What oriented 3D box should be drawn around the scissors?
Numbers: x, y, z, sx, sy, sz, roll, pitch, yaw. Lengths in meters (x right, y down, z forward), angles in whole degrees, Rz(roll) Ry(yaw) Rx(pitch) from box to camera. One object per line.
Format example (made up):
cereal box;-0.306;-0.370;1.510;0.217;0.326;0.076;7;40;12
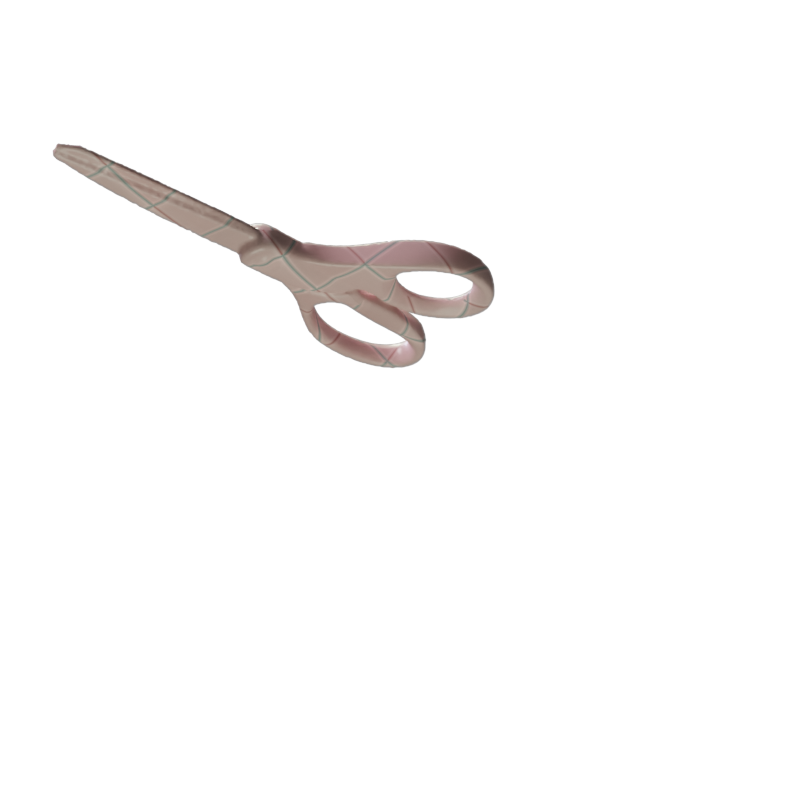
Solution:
scissors;-0.035;-0.064;0.451;0.097;0.017;0.187;-18;-35;28
